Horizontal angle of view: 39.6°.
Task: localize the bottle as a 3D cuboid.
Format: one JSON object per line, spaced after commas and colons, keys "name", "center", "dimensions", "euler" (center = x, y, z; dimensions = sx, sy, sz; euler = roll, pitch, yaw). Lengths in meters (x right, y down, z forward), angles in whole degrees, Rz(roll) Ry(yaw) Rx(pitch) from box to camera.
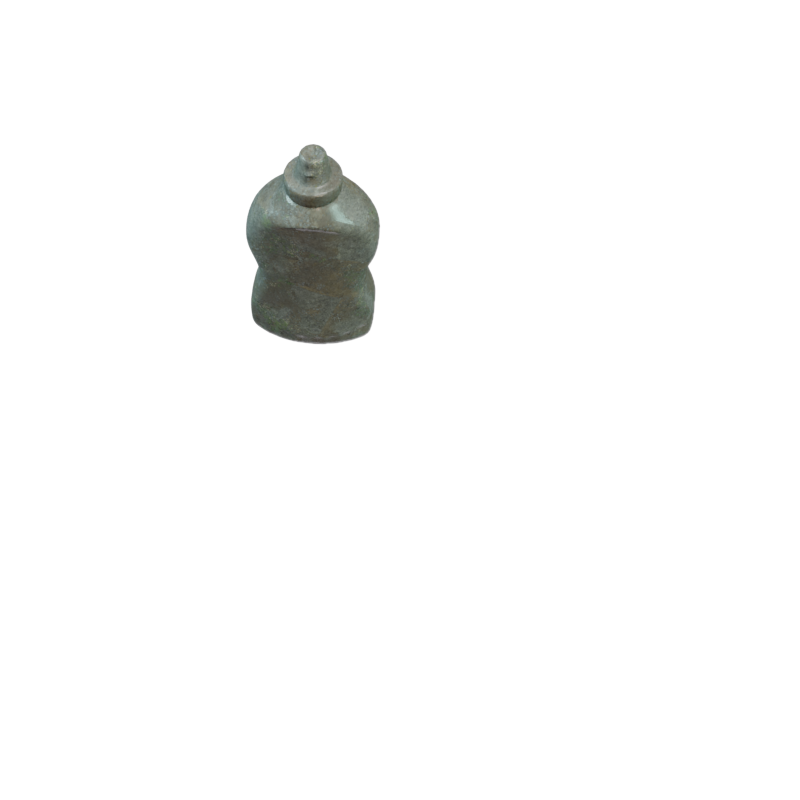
{"name": "bottle", "center": [-0.064, -0.116, 0.812], "dimensions": [0.097, 0.062, 0.179], "euler": [8, -34, 2]}
